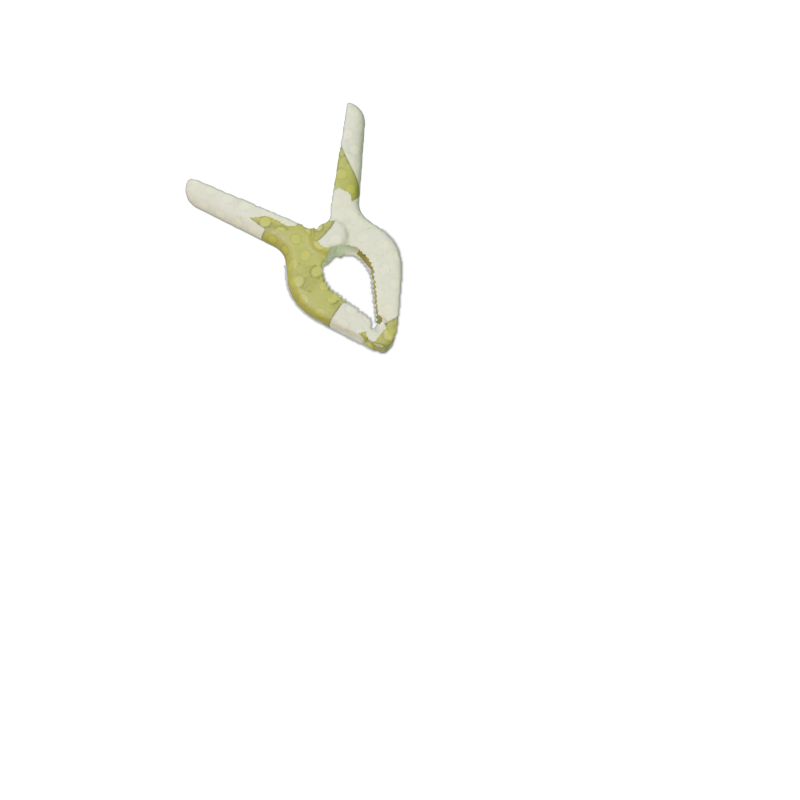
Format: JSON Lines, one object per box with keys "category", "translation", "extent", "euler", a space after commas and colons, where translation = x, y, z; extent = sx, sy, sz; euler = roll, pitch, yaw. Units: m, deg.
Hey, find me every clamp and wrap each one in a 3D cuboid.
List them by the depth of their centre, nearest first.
{"category": "clamp", "translation": [-0.071, -0.129, 0.903], "extent": [0.164, 0.220, 0.035], "euler": [-21, -18, -7]}
